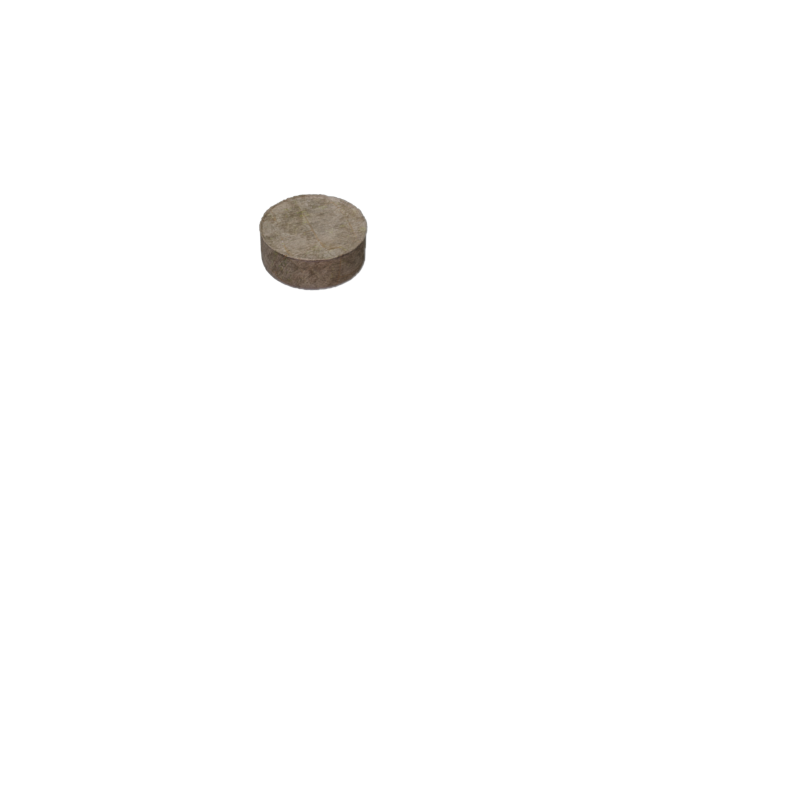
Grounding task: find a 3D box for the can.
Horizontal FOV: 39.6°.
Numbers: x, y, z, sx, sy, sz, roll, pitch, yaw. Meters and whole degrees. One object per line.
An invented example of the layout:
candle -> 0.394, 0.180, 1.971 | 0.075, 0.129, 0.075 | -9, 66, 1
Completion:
can -> -0.069, -0.126, 0.885 | 0.086, 0.031, 0.092 | -1, 43, -2
